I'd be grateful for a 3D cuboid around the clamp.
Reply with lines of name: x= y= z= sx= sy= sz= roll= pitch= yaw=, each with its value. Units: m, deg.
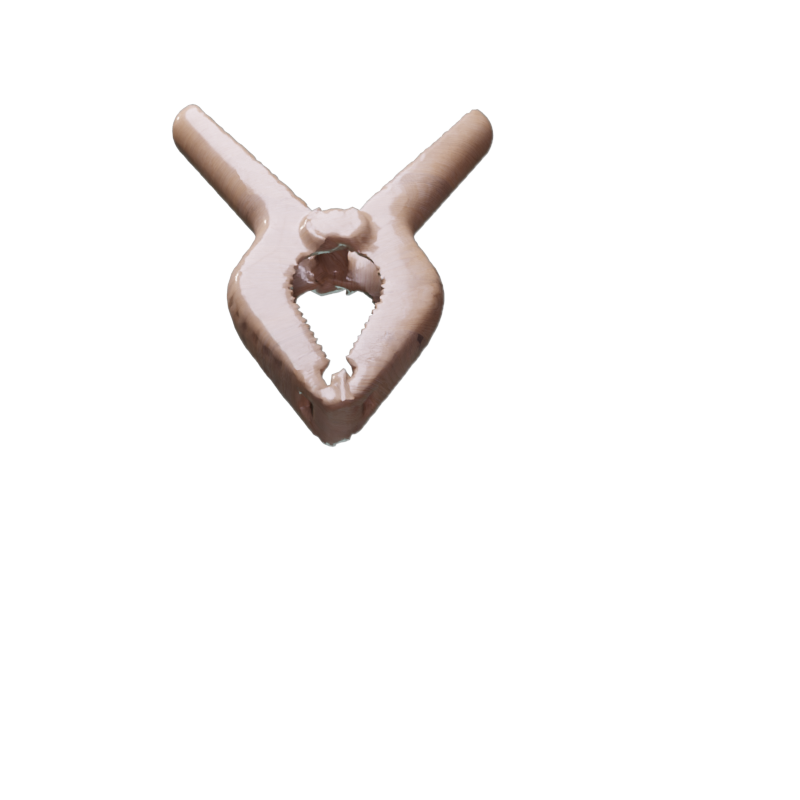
clamp: x=-0.040 y=-0.073 z=0.513 sx=0.165 sy=0.224 sz=0.034 roll=4 pitch=-43 yaw=3
